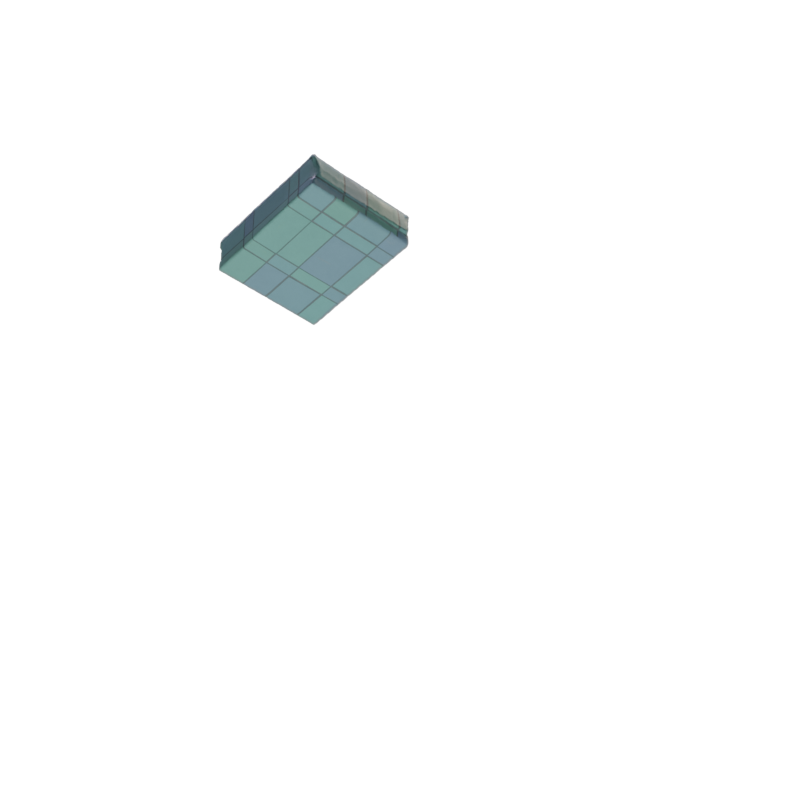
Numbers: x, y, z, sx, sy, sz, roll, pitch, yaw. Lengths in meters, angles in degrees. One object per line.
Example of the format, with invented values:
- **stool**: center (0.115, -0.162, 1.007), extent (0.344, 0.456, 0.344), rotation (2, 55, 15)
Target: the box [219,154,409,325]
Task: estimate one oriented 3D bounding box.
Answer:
- **box**: center (-0.050, -0.092, 0.644), extent (0.069, 0.032, 0.088), rotation (31, -52, -29)
